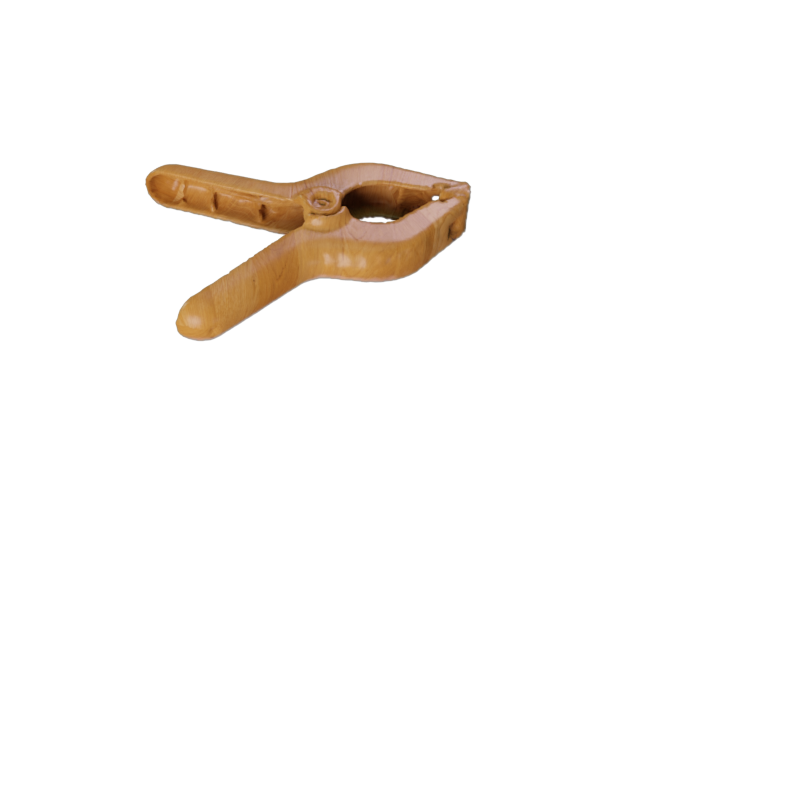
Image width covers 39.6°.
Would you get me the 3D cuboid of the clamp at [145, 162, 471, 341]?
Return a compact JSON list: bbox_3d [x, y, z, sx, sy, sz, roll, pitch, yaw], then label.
[{"bbox_3d":[-0.044,-0.081,0.565,0.170,0.129,0.037,-5,-38,-4],"label":"clamp"}]
